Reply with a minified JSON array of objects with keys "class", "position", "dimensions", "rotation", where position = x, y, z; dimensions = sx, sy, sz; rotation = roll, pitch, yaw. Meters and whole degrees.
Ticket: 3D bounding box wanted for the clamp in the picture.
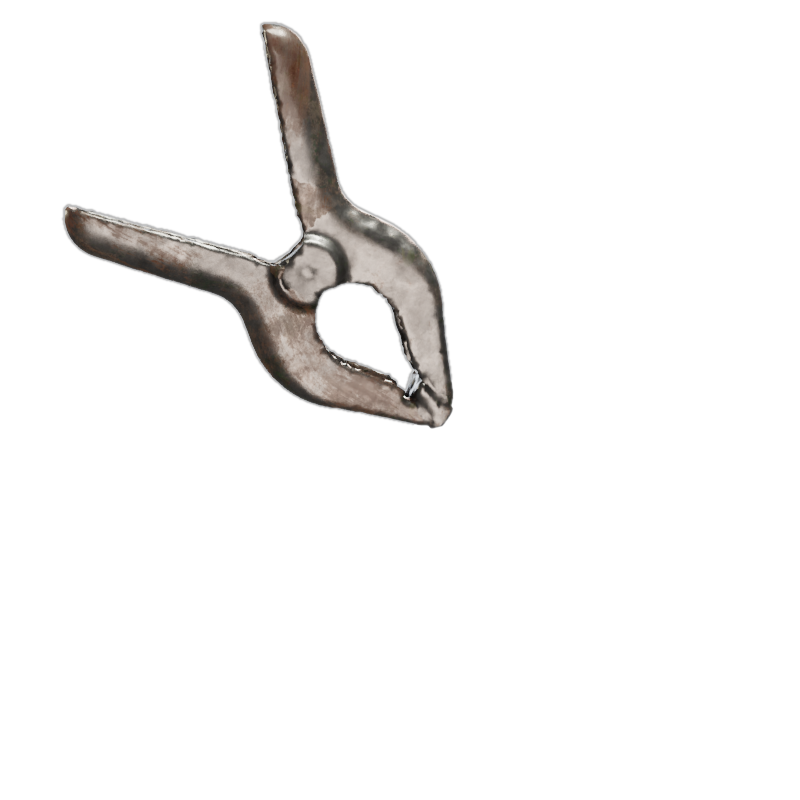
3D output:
[{"class":"clamp","position":[-0.035,-0.064,0.446],"dimensions":[0.169,0.119,0.040],"rotation":[38,8,-7]}]
